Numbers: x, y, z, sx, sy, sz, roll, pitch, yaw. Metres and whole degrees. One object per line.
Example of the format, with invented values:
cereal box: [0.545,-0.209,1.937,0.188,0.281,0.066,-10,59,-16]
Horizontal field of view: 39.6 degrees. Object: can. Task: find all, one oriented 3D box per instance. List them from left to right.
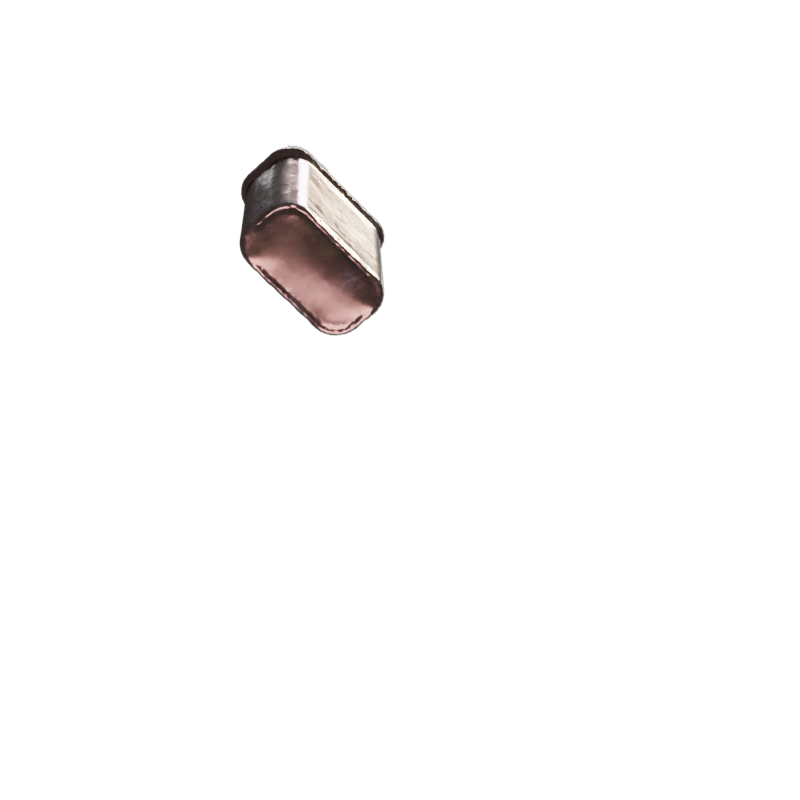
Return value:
can: [-0.055,-0.101,0.707,0.057,0.097,0.089,-39,24,19]
